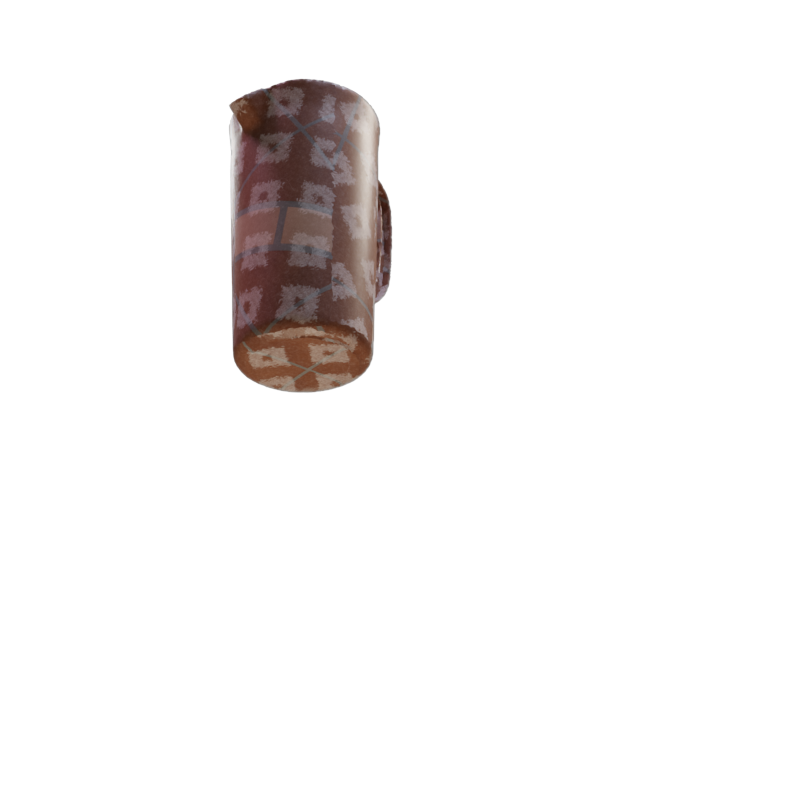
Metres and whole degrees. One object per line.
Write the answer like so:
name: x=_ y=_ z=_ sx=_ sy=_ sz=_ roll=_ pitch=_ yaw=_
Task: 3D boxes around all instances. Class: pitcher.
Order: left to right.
pitcher: x=-0.072 y=-0.131 z=0.918 sx=0.148 sy=0.259 sz=0.136 roll=1 pitch=-32 yaw=-5
